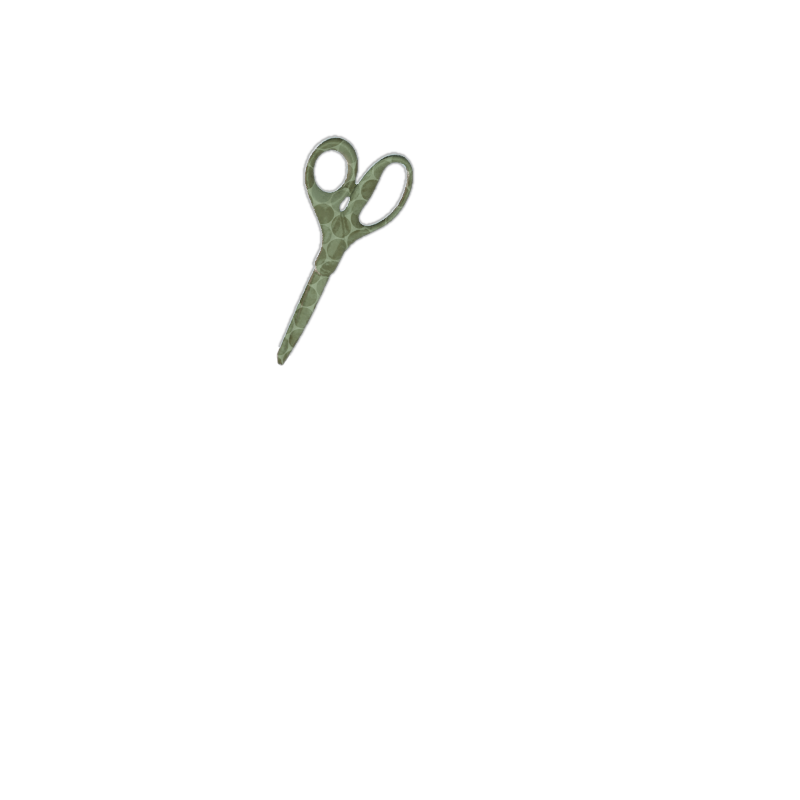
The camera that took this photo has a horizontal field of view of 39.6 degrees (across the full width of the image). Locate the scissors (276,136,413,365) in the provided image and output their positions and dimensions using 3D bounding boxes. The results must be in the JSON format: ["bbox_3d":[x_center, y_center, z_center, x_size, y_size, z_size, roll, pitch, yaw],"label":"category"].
[{"bbox_3d":[-0.071,-0.129,0.906,0.094,0.199,0.016,40,11,-10],"label":"scissors"}]
